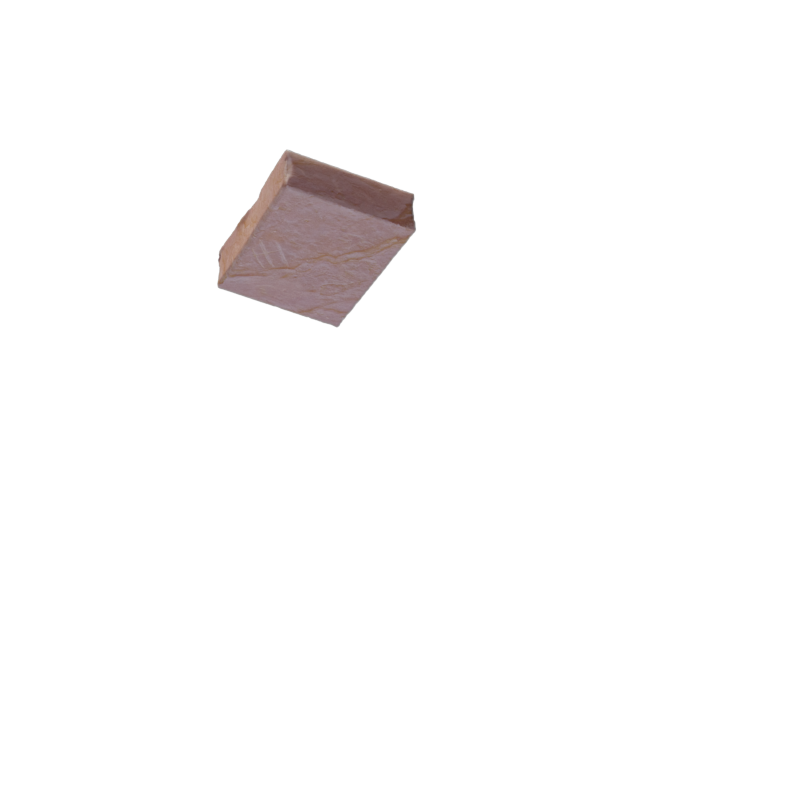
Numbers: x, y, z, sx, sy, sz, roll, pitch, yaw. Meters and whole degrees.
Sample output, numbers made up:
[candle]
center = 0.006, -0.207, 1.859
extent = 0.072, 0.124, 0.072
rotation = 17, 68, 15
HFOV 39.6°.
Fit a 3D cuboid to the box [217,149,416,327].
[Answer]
[box]
center = -0.045, -0.082, 0.575
extent = 0.070, 0.032, 0.087
rotation = 18, -41, -22
